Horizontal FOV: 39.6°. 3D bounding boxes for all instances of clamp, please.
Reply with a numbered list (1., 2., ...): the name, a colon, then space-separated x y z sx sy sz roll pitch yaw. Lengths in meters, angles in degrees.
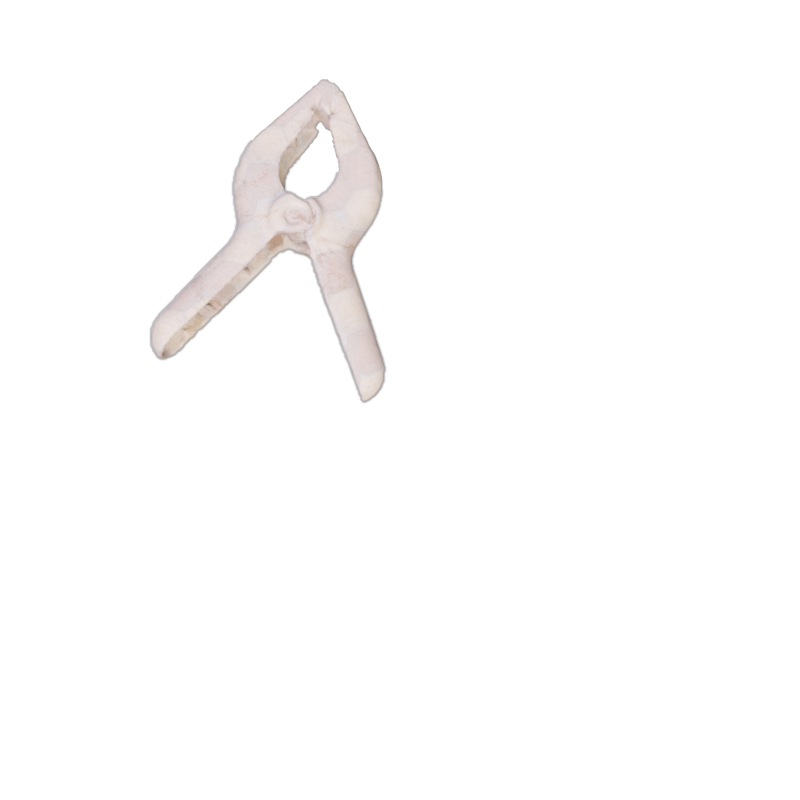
1. clamp: -0.045 -0.083 0.580 0.121 0.176 0.038 20 -14 5
